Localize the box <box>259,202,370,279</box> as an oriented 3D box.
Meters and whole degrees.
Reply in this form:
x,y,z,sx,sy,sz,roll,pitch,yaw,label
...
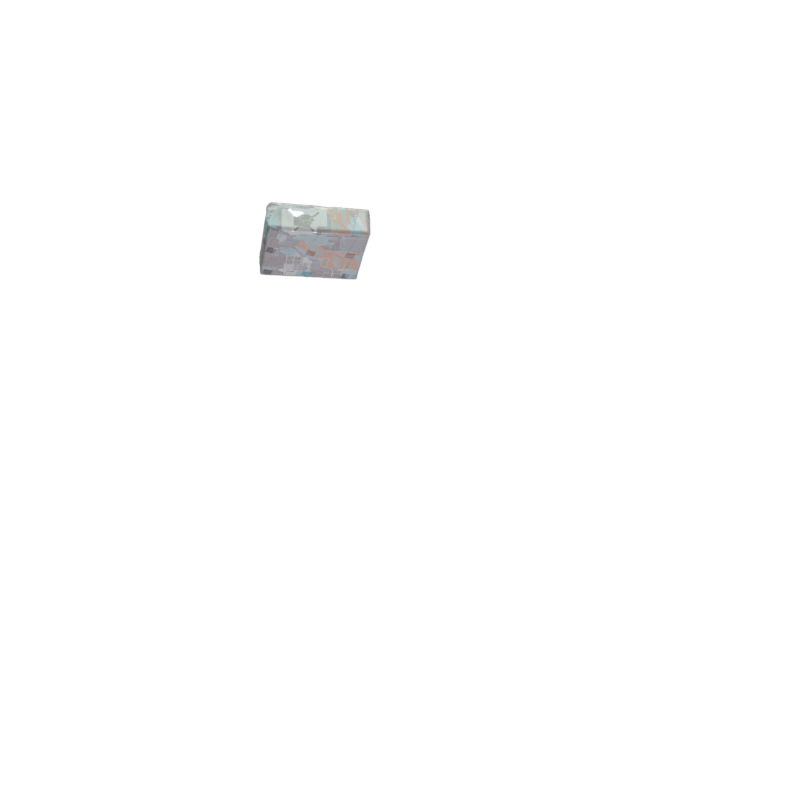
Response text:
x,y,z,sx,sy,sz,roll,pitch,yaw,label
-0.075,-0.137,0.959,0.088,0.032,0.069,4,-29,-8,box
